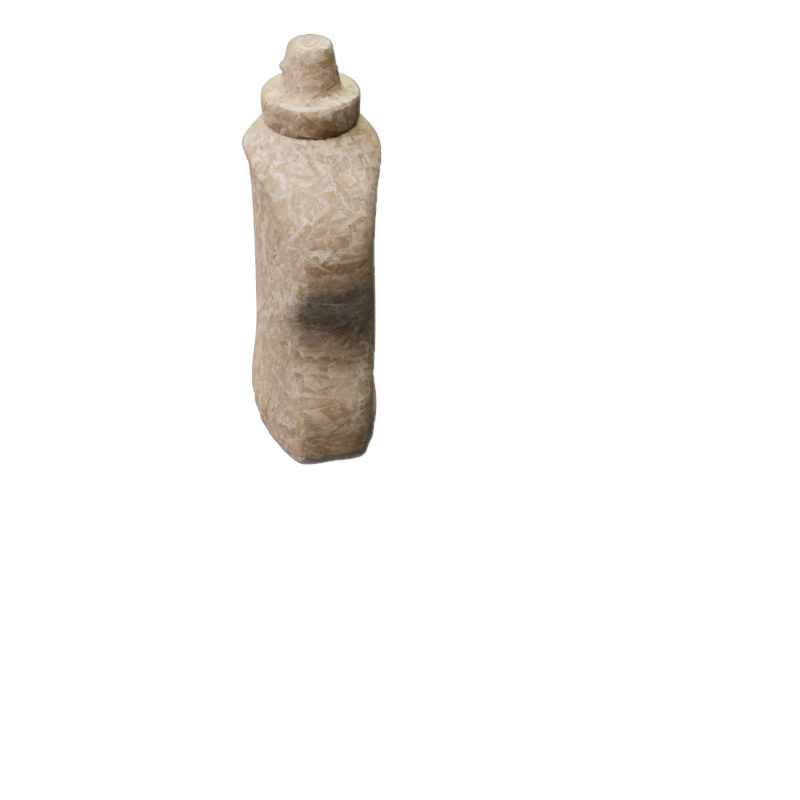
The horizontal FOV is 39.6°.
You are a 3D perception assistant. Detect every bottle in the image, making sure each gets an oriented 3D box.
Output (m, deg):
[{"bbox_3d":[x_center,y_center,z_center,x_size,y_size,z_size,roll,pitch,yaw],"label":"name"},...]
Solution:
[{"bbox_3d":[-0.039,-0.070,0.494,0.058,0.179,0.104,-5,38,-11],"label":"bottle"}]
